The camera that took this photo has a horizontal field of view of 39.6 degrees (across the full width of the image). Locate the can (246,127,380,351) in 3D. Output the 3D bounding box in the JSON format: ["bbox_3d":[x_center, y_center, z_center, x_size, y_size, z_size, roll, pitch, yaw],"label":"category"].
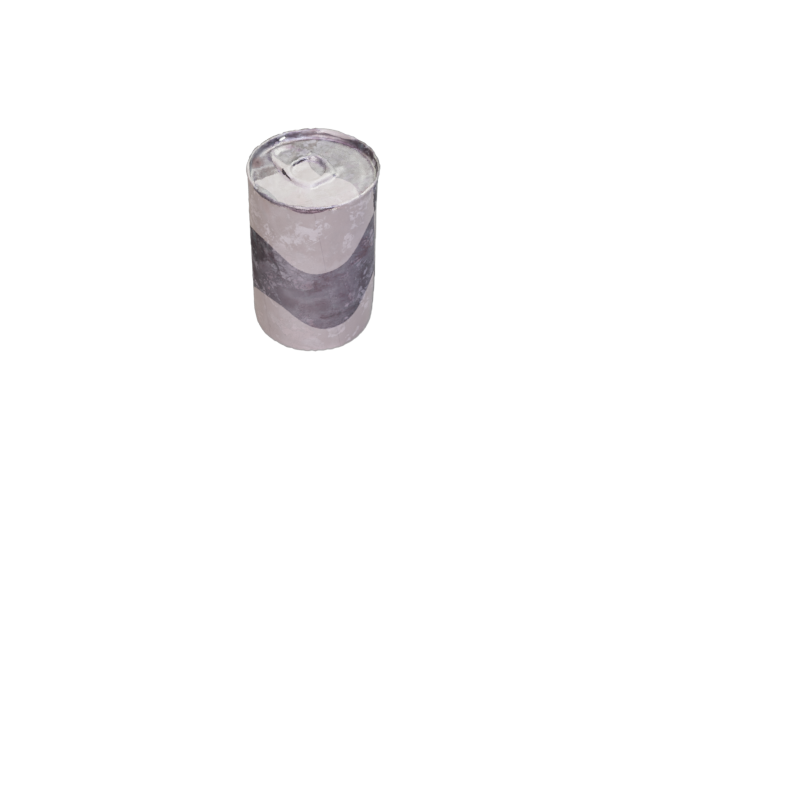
[{"bbox_3d":[-0.046,-0.085,0.592,0.068,0.095,0.074,0,44,-3],"label":"can"}]
